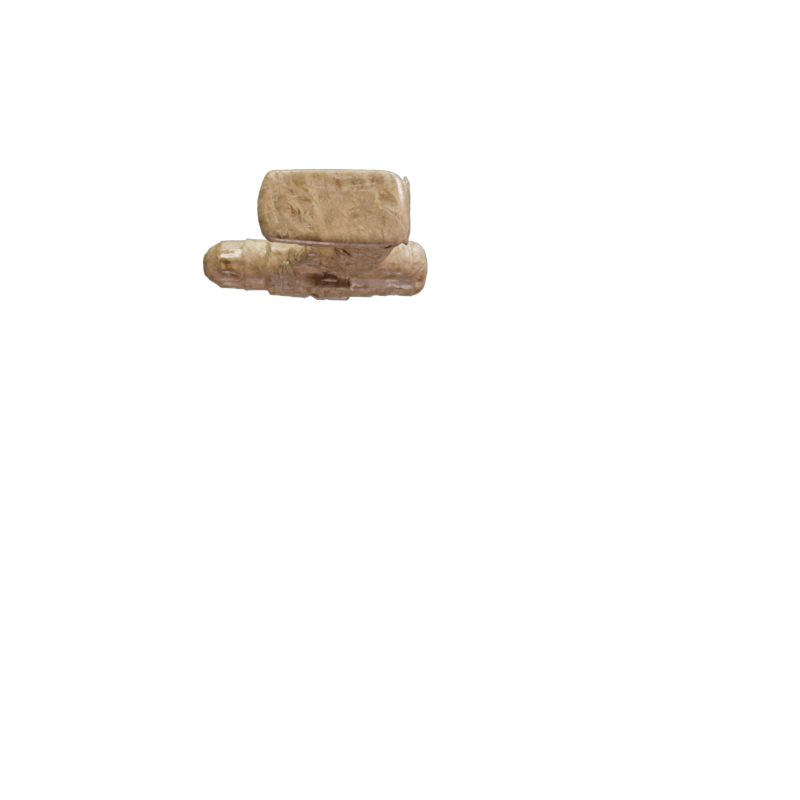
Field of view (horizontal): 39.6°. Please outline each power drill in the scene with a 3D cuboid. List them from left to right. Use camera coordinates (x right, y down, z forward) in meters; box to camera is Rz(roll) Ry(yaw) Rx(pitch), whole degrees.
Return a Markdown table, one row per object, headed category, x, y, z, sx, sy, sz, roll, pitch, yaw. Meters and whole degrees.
| category | x | y | z | sx | sy | sz | roll | pitch | yaw |
| --- | --- | --- | --- | --- | --- | --- | --- | --- | --- |
| power drill | -0.066 | -0.121 | 0.847 | 0.184 | 0.059 | 0.183 | 0 | -8 | -1 |
